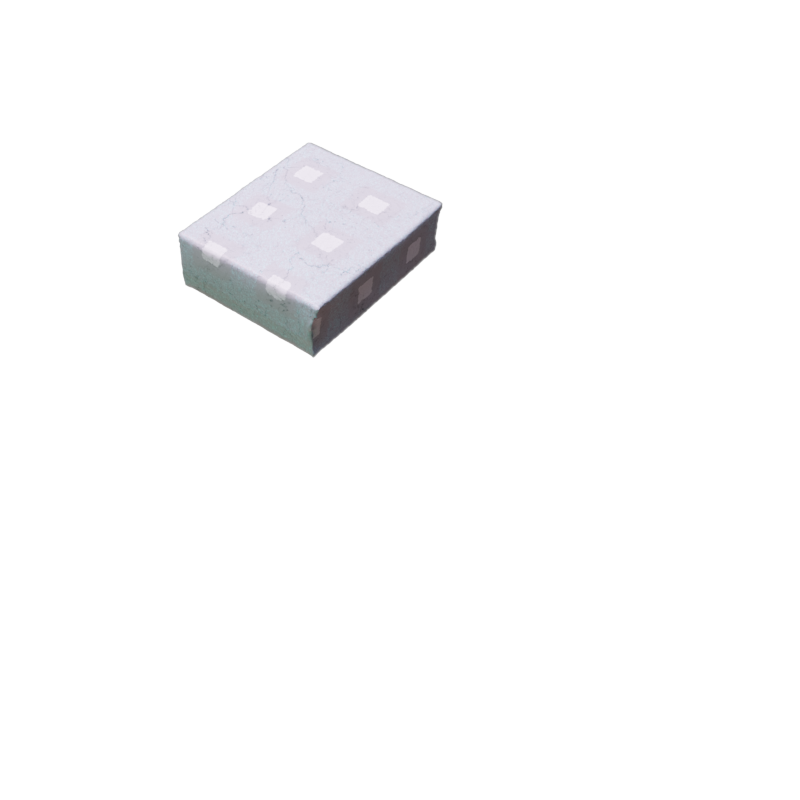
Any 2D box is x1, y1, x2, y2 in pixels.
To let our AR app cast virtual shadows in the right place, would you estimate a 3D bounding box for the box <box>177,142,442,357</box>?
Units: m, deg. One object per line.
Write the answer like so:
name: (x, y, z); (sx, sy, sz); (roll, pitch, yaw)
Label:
box: (-0.046, -0.083, 0.580); (0.095, 0.036, 0.116); (26, 50, 24)
